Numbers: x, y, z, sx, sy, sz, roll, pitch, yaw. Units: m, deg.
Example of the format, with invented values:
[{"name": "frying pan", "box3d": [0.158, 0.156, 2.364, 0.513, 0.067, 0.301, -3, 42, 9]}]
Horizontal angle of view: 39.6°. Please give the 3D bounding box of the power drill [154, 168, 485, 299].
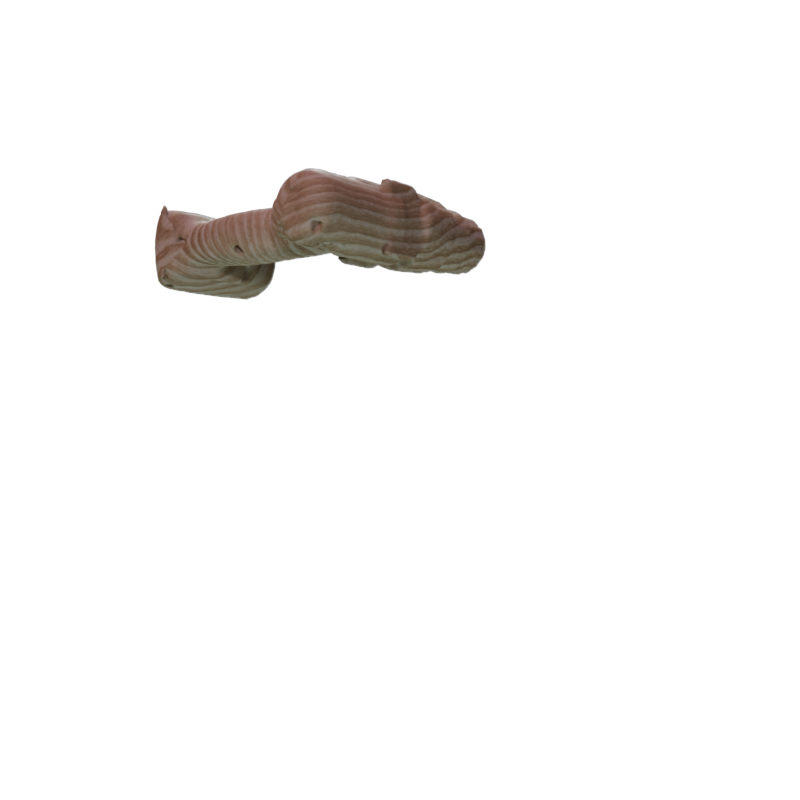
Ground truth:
[{"name": "power drill", "box3d": [-0.059, -0.107, 0.750, 0.193, 0.059, 0.175, -6, -9, 39]}]
